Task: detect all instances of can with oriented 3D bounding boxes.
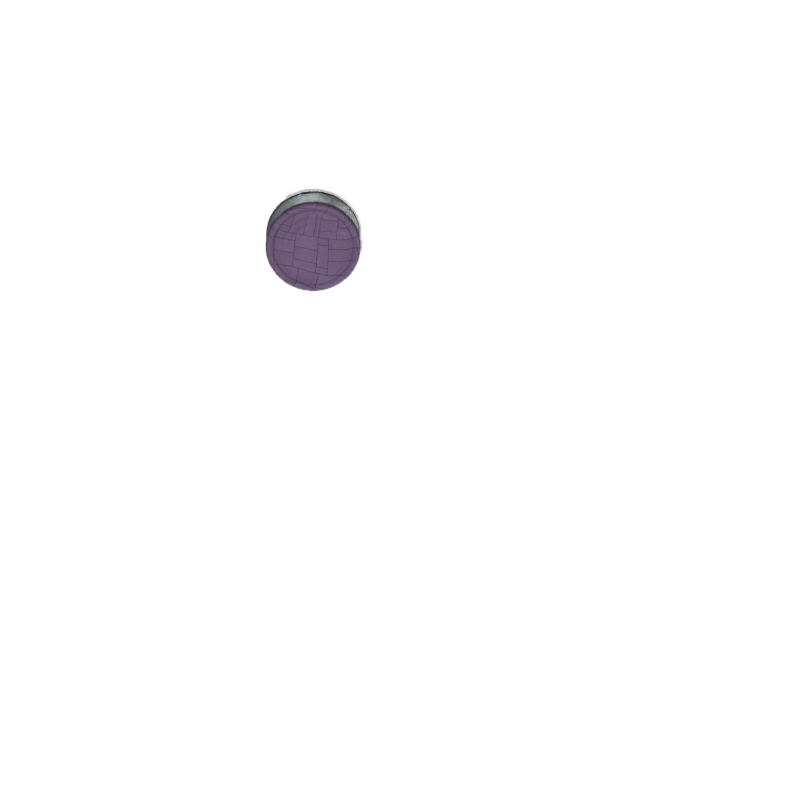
[{"bbox_3d":[-0.077,-0.141,0.986,0.086,0.082,0.035,1,24,-1],"label":"can"}]
